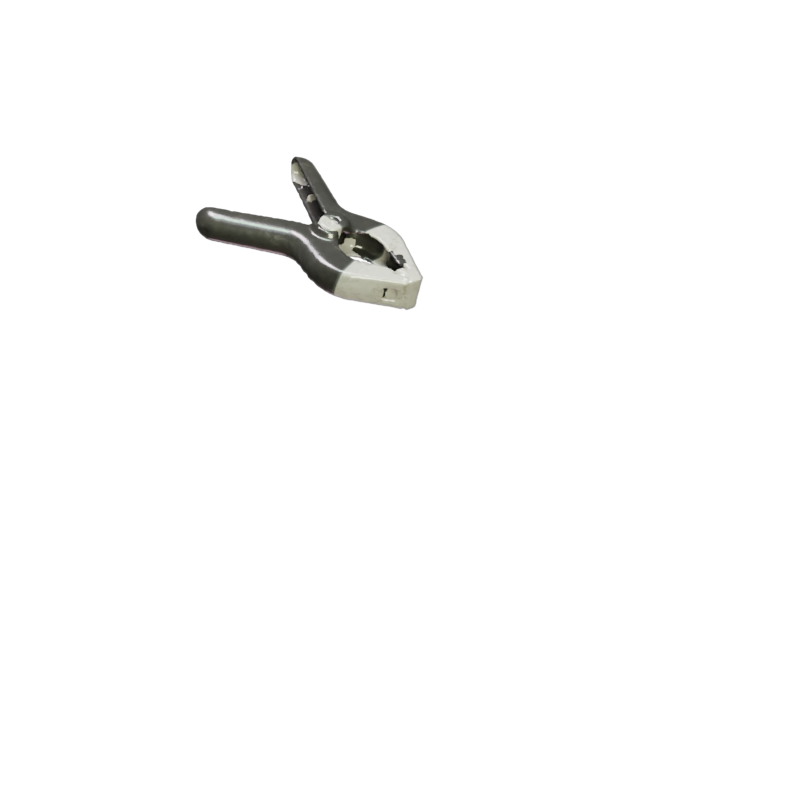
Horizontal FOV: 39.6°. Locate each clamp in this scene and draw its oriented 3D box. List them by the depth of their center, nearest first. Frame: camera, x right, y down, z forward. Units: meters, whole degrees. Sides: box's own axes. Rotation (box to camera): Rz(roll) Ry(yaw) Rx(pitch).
[{"bbox_3d":[-0.064,-0.116,0.813,0.120,0.036,0.184,-32,53,-28],"label":"clamp"}]
